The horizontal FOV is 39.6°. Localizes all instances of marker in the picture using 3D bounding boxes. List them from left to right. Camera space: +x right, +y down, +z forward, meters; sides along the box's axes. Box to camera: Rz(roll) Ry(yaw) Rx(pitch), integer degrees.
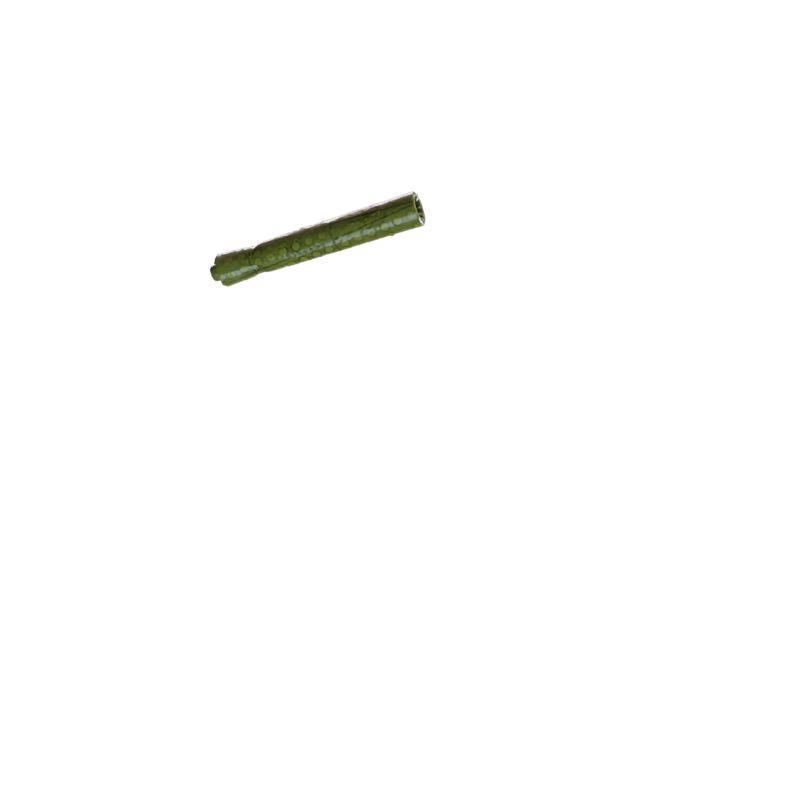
[{"bbox_3d":[-0.046,-0.084,0.590,0.122,0.020,0.019,-15,-1,18],"label":"marker"}]
